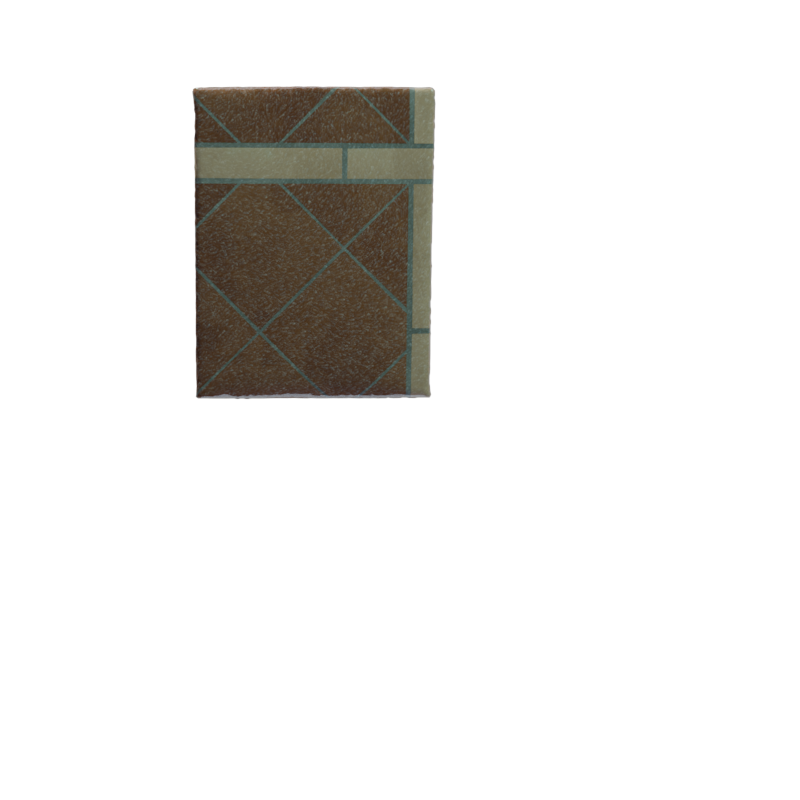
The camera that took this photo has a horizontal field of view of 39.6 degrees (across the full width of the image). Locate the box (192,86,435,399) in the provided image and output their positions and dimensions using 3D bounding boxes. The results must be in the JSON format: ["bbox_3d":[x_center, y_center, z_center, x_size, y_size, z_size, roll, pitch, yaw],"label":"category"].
[{"bbox_3d":[-0.061,-0.111,0.780,0.163,0.211,0.073,0,6,-3],"label":"box"}]
